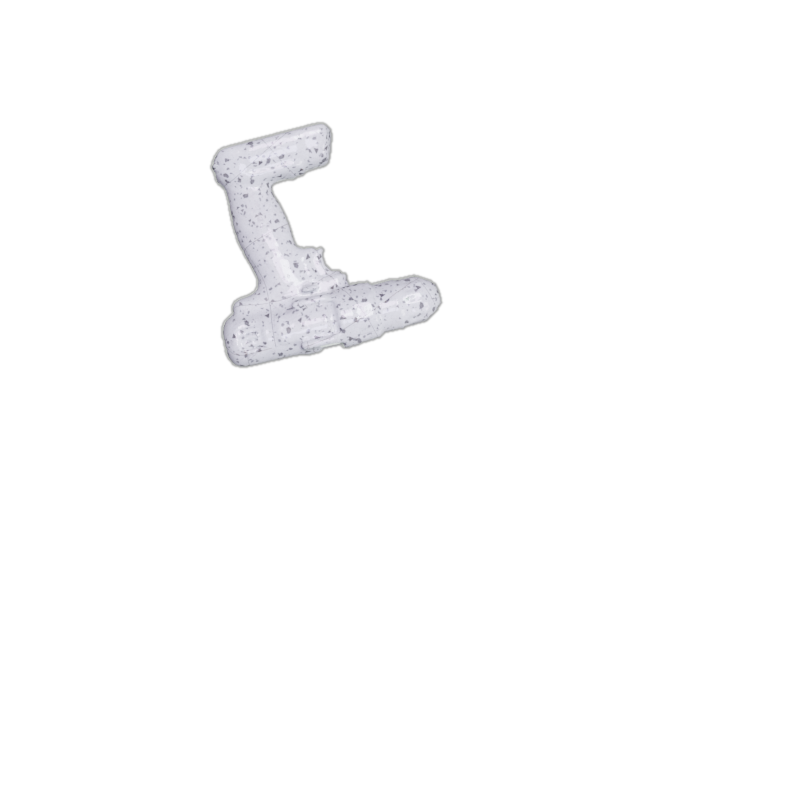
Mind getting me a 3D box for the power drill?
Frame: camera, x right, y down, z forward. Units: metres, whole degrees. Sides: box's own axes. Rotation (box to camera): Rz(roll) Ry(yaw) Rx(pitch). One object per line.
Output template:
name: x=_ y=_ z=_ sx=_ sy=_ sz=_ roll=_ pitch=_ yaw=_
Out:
power drill: x=-0.073 y=-0.133 z=0.933 sx=0.184 sy=0.192 sz=0.056 roll=-14 pitch=-9 yaw=-3
